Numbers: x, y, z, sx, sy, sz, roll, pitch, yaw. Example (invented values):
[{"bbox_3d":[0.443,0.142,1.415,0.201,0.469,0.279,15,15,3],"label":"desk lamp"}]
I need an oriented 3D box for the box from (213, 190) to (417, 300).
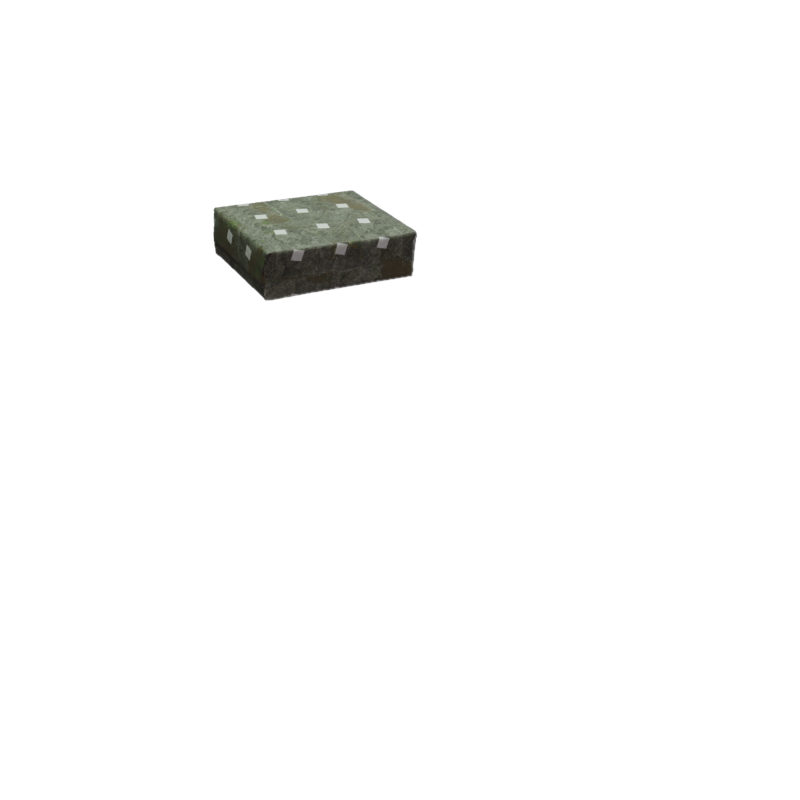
[{"bbox_3d":[-0.059,-0.107,0.752,0.111,0.037,0.096,-14,31,-25],"label":"box"}]
